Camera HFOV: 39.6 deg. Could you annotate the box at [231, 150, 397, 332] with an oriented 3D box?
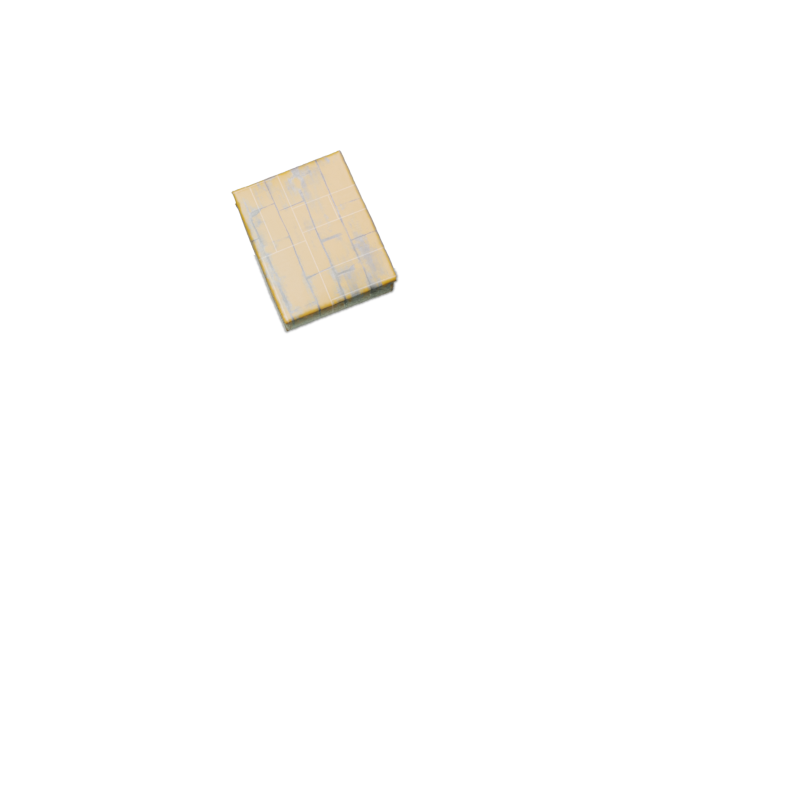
[{"bbox_3d":[-0.065,-0.119,0.834,0.089,0.119,0.037,-22,-17,-7],"label":"box"}]
